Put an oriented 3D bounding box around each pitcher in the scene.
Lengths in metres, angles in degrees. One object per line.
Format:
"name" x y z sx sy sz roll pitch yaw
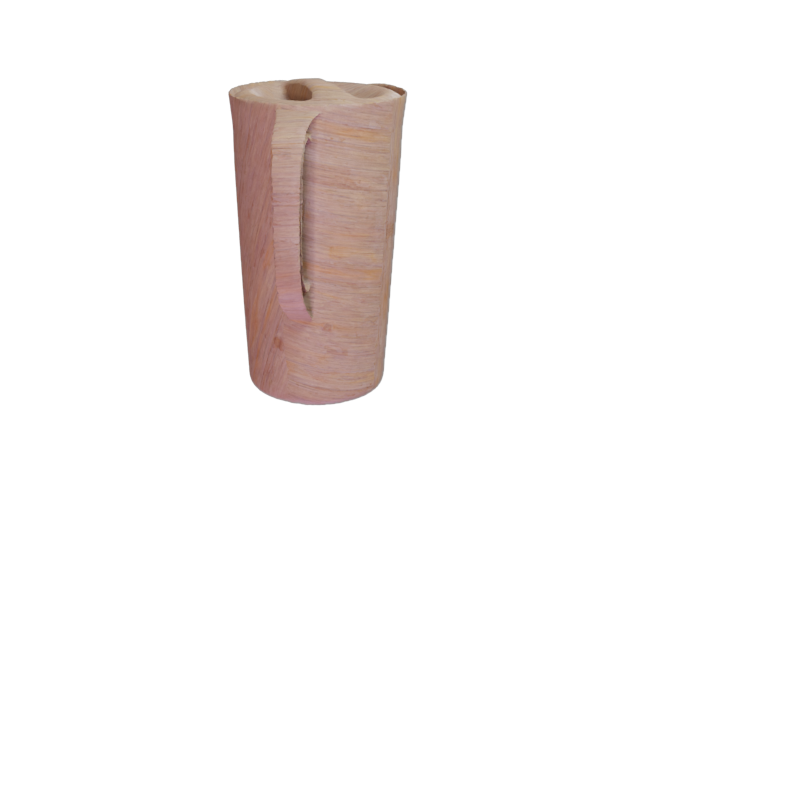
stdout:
"pitcher" -0.066 -0.121 0.849 0.146 0.234 0.154 -12 22 -35
